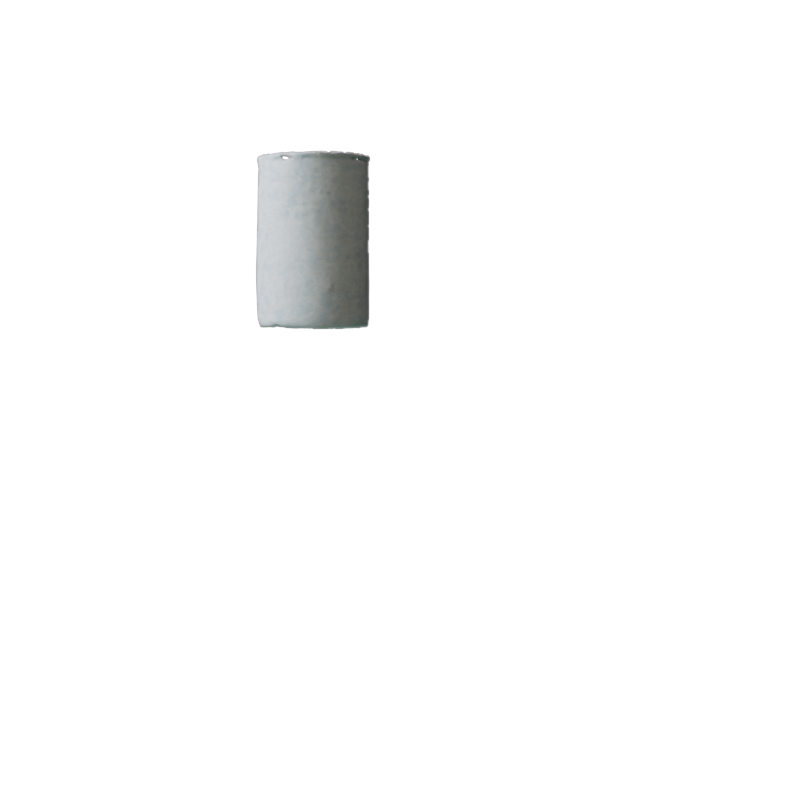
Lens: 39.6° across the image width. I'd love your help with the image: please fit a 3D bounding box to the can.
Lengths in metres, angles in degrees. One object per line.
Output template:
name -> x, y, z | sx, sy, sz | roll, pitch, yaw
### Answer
can -> -0.052, -0.095, 0.663 | 0.068, 0.103, 0.068 | 0, 0, -2
